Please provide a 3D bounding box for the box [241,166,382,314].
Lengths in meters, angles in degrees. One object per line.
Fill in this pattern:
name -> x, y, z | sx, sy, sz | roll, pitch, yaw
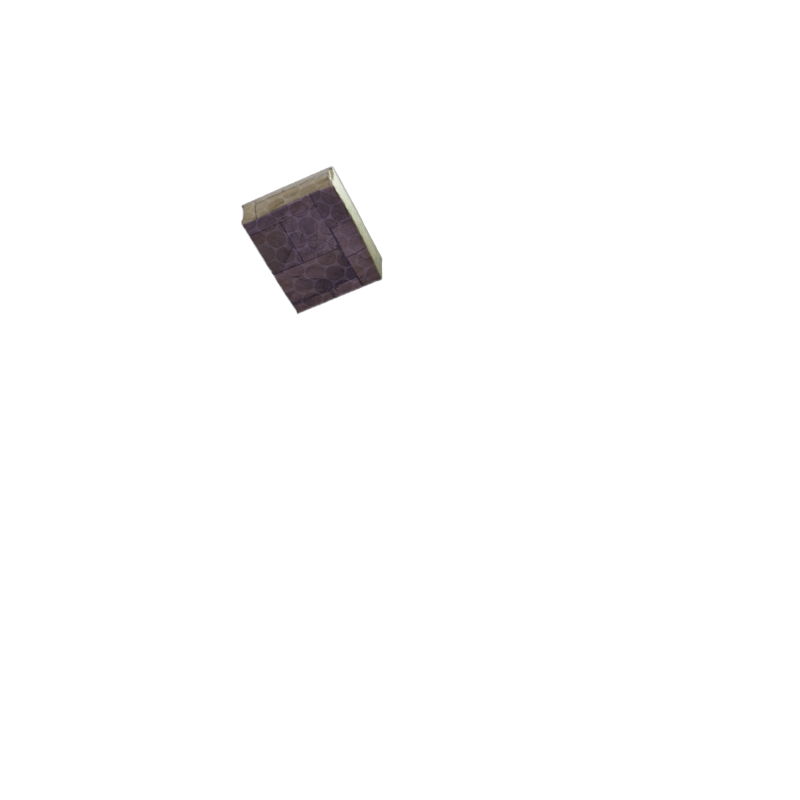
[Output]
box -> -0.077, -0.140, 0.983 | 0.090, 0.106, 0.041 | -21, 32, 13
